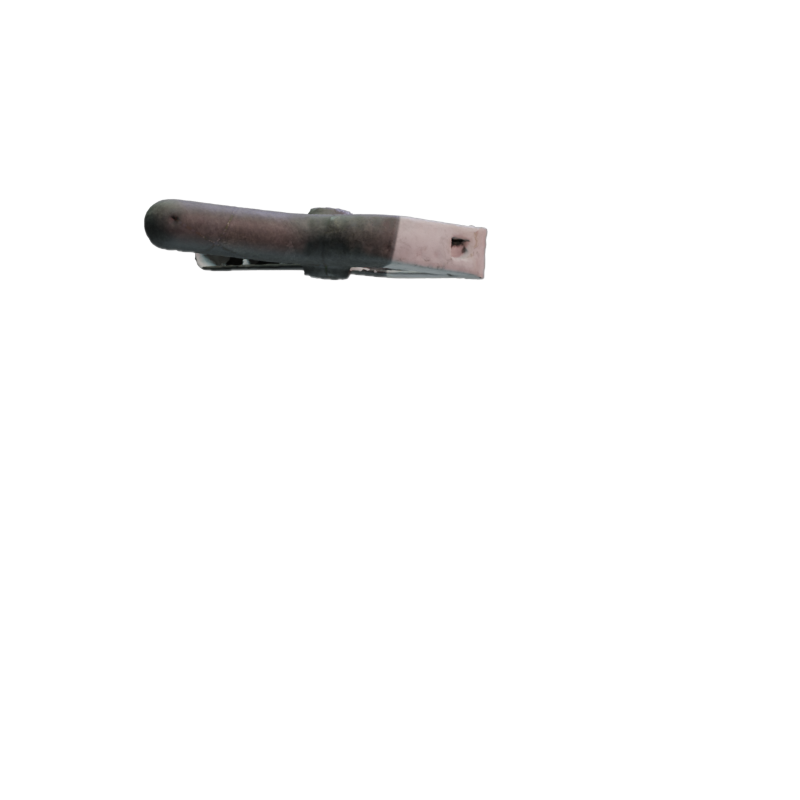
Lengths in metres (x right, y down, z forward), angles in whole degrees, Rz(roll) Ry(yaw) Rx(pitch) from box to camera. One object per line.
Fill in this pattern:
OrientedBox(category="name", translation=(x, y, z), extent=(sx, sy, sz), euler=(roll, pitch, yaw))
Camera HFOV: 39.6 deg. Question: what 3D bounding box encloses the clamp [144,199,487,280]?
OrientedBox(category="clamp", translation=(-0.045, -0.081, 0.568), extent=(0.175, 0.039, 0.118), euler=(1, 5, 14))
